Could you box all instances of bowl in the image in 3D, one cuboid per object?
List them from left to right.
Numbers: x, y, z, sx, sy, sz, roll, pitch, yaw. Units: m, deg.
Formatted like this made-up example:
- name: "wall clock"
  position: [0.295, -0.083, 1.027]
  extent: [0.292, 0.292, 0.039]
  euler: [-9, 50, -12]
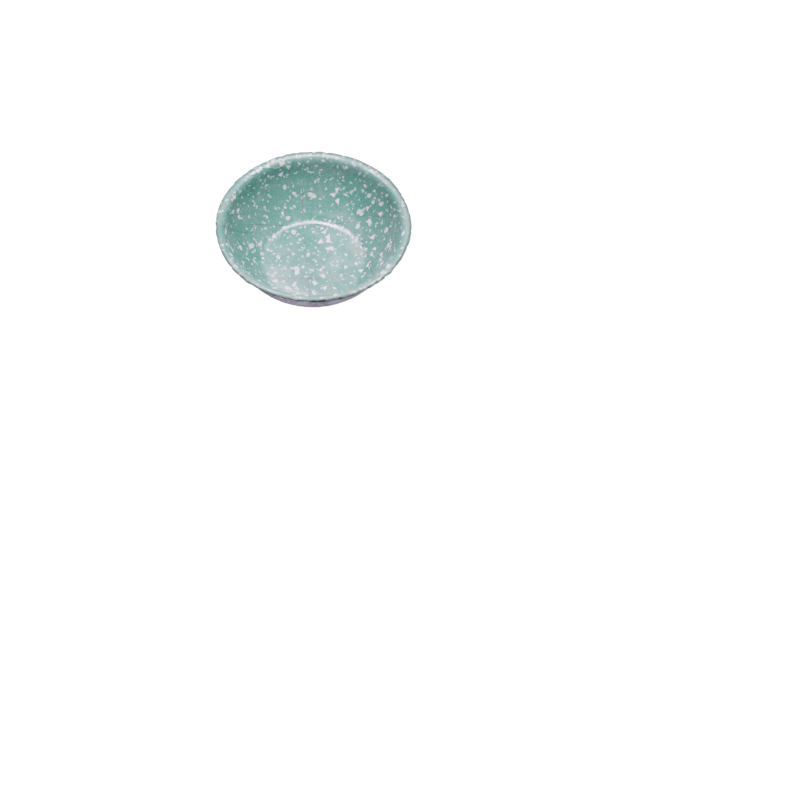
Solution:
- name: "bowl"
  position: [-0.073, -0.133, 0.934]
  extent: [0.162, 0.174, 0.051]
  euler: [-1, -36, -1]
